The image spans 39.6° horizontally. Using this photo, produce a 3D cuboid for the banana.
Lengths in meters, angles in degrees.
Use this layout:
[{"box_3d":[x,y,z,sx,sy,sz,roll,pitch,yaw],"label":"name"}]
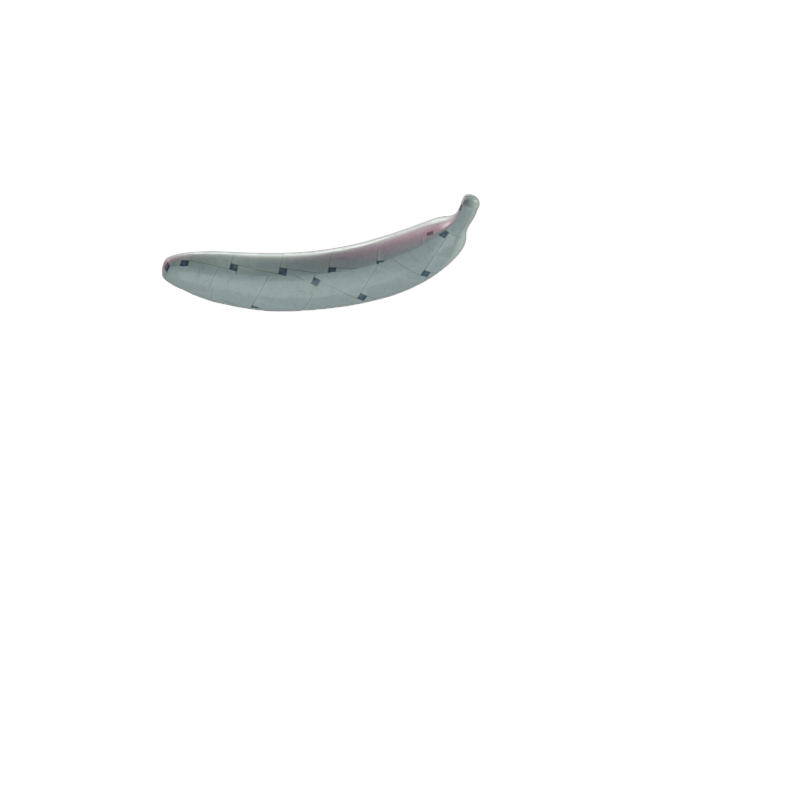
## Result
[{"box_3d":[-0.044,-0.085,0.681,0.199,0.039,0.064,-11,-46,11],"label":"banana"}]
